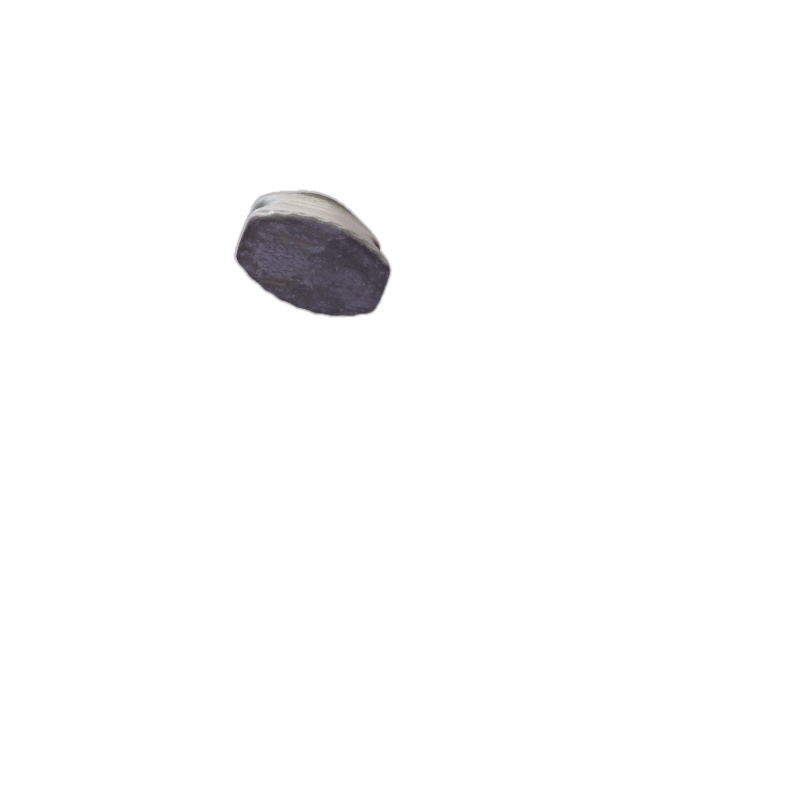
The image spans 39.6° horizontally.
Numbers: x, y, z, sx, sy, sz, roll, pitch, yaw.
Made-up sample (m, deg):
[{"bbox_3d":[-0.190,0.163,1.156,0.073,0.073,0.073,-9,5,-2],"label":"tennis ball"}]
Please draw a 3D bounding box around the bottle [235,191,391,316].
[{"bbox_3d":[-0.061,-0.110,0.773,0.095,0.057,0.198,18,14,-8],"label":"bottle"}]
